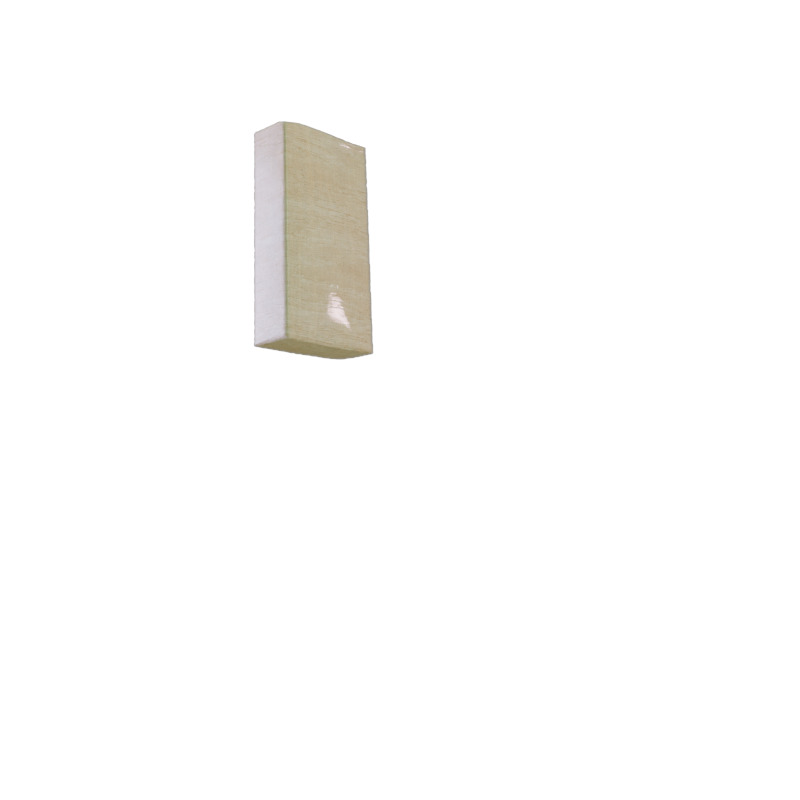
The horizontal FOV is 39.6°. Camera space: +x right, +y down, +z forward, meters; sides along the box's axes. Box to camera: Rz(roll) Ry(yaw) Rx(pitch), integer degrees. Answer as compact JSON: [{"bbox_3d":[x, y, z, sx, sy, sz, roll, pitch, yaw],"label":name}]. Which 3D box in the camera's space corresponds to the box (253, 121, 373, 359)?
[{"bbox_3d":[-0.068,-0.125,0.871,0.088,0.183,0.049,13,-21,-43],"label":"box"}]
